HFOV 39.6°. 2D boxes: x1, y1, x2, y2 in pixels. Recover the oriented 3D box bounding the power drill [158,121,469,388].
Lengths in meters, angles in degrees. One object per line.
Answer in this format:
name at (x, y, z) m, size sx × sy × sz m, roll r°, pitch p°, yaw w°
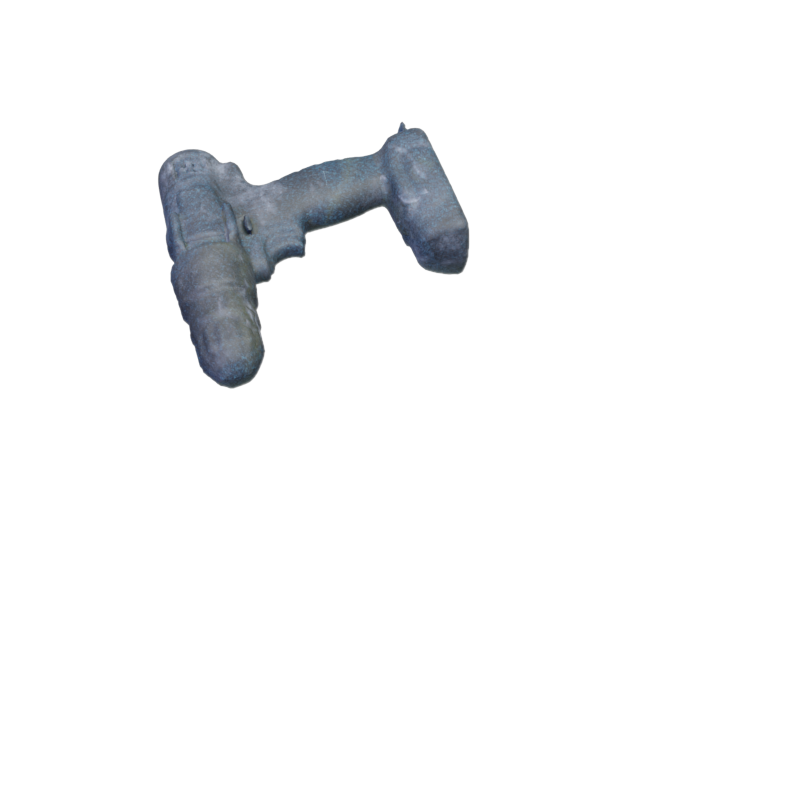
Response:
power drill at (-0.056, -0.101, 0.711) m, size 0.186 × 0.199 × 0.054 m, roll -12°, pitch -36°, yaw -9°
